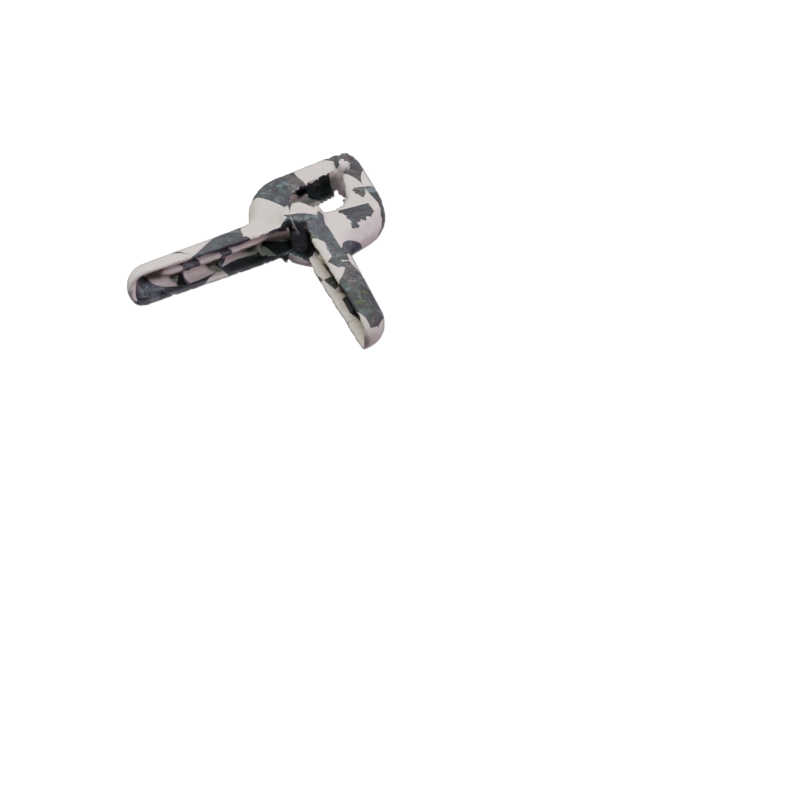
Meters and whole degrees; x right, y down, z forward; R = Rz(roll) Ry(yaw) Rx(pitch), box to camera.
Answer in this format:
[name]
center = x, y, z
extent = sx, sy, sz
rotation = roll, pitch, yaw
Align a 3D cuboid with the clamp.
[clamp]
center = -0.058, -0.105, 0.735
extent = 0.171, 0.034, 0.216
rotation = 15, 39, 19
